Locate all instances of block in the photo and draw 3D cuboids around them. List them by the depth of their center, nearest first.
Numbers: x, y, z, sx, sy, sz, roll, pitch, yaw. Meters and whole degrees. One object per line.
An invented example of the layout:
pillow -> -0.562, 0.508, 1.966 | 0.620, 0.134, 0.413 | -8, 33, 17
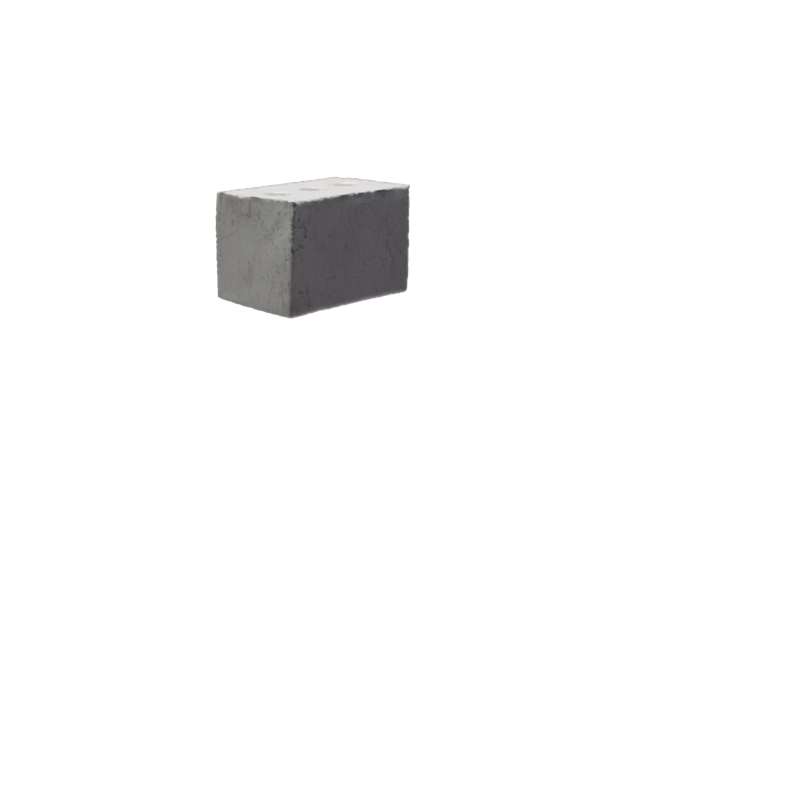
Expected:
block -> -0.040, -0.073, 0.511 | 0.056, 0.050, 0.076 | 14, 21, 40
